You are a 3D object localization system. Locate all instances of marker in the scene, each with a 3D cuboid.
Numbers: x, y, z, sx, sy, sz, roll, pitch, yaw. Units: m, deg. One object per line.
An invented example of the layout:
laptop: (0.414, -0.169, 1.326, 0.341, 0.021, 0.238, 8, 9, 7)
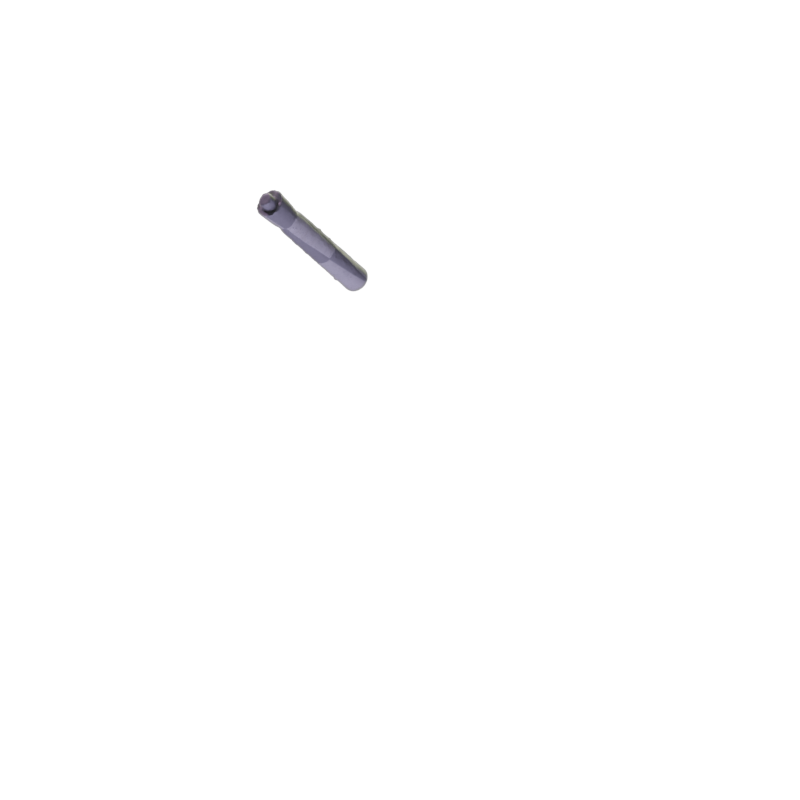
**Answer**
marker: (-0.057, -0.105, 0.733, 0.020, 0.020, 0.112, 3, -20, 32)
